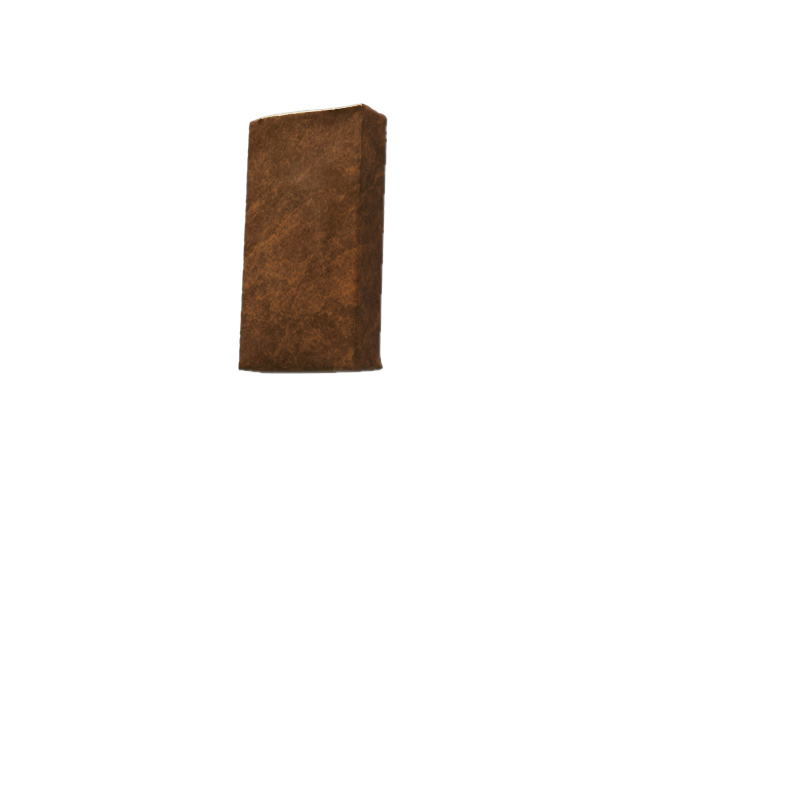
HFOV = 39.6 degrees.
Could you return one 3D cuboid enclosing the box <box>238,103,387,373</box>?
[{"bbox_3d":[-0.059,-0.107,0.749,0.096,0.179,0.046,-4,-8,28],"label":"box"}]
